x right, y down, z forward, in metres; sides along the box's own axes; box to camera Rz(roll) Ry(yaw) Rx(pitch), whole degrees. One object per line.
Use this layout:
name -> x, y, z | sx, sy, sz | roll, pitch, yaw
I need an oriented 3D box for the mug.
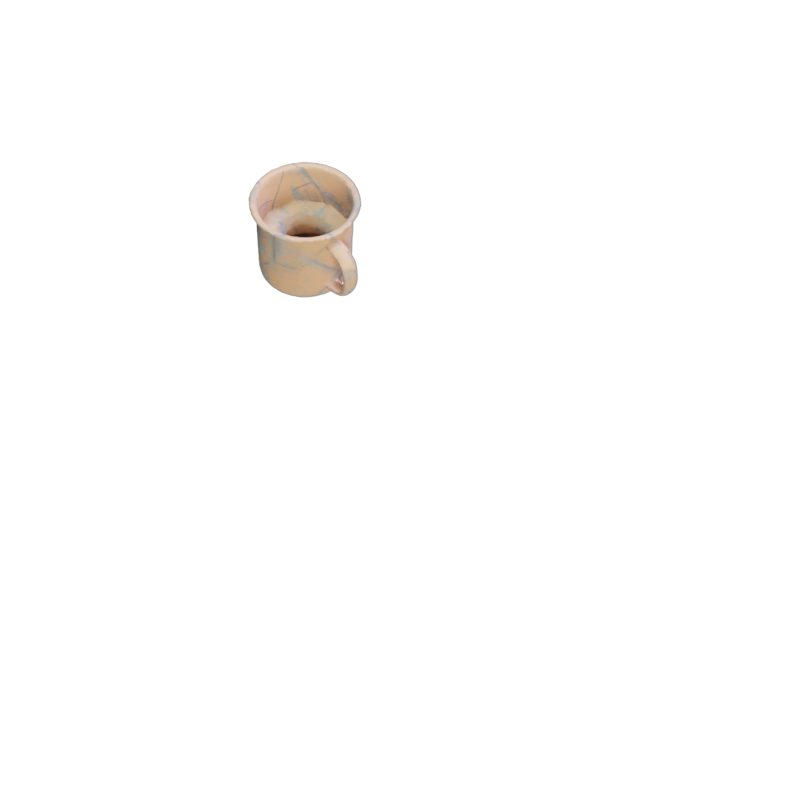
mug -> -0.073, -0.134, 0.938 | 0.093, 0.076, 0.125 | -30, 58, -23
